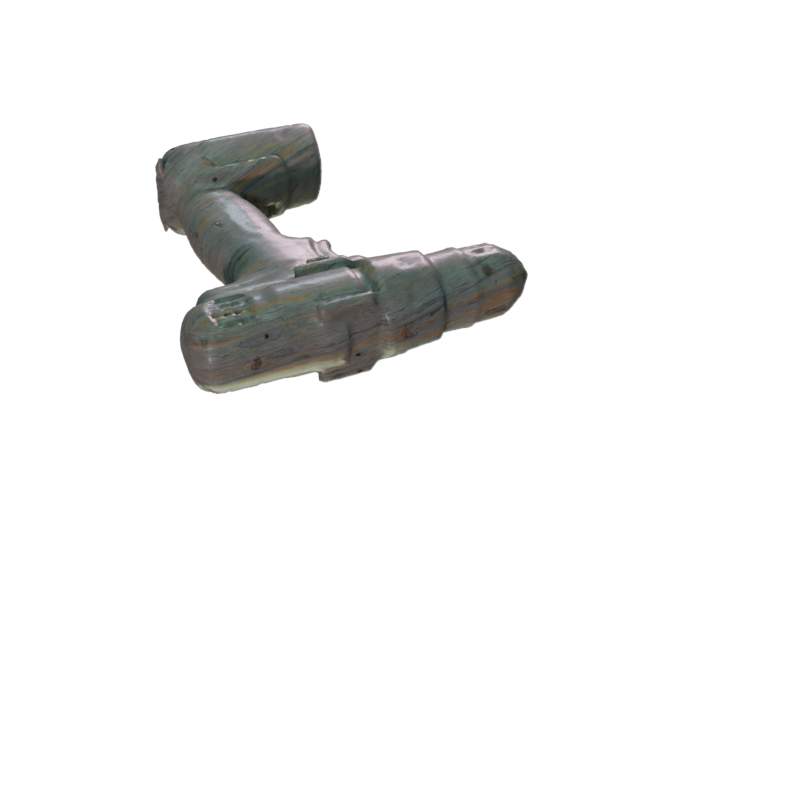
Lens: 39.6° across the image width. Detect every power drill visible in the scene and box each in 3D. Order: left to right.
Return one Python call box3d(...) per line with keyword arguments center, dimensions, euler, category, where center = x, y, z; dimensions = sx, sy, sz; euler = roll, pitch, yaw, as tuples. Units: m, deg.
box3d(center=(-0.048, -0.088, 0.615), dimensions=(0.182, 0.054, 0.203), euler=(-14, 40, -18), category="power drill")
